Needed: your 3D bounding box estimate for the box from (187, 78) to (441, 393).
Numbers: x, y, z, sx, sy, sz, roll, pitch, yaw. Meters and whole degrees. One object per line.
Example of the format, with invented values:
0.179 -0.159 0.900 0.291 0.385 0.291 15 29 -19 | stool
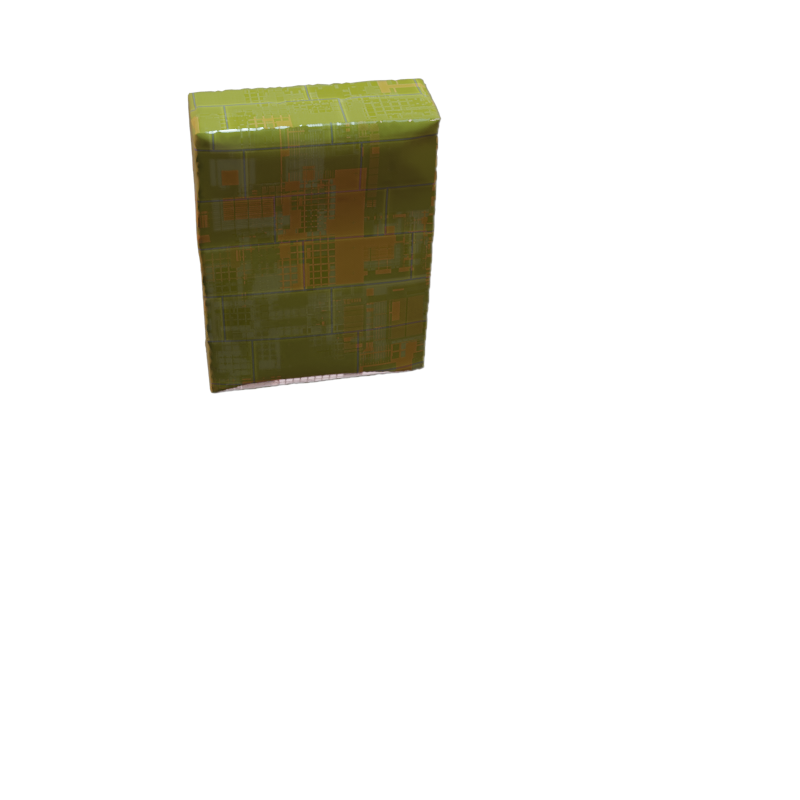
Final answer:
-0.061 -0.112 0.783 0.162 0.200 0.077 -5 37 -9 | box
